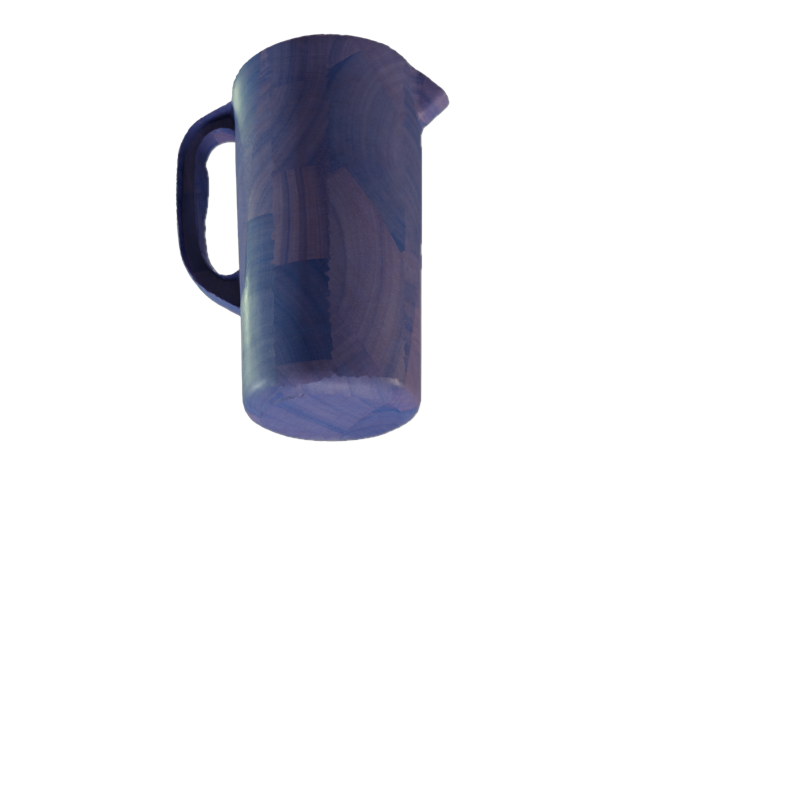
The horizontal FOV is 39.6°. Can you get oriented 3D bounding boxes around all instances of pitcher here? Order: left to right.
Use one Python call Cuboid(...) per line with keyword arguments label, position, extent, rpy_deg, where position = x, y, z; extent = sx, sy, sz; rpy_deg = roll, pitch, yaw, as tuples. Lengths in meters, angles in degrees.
Cuboid(label="pitcher", position=(-0.056, -0.103, 0.720), extent=(0.138, 0.257, 0.148), rpy_deg=(15, -29, -32))
